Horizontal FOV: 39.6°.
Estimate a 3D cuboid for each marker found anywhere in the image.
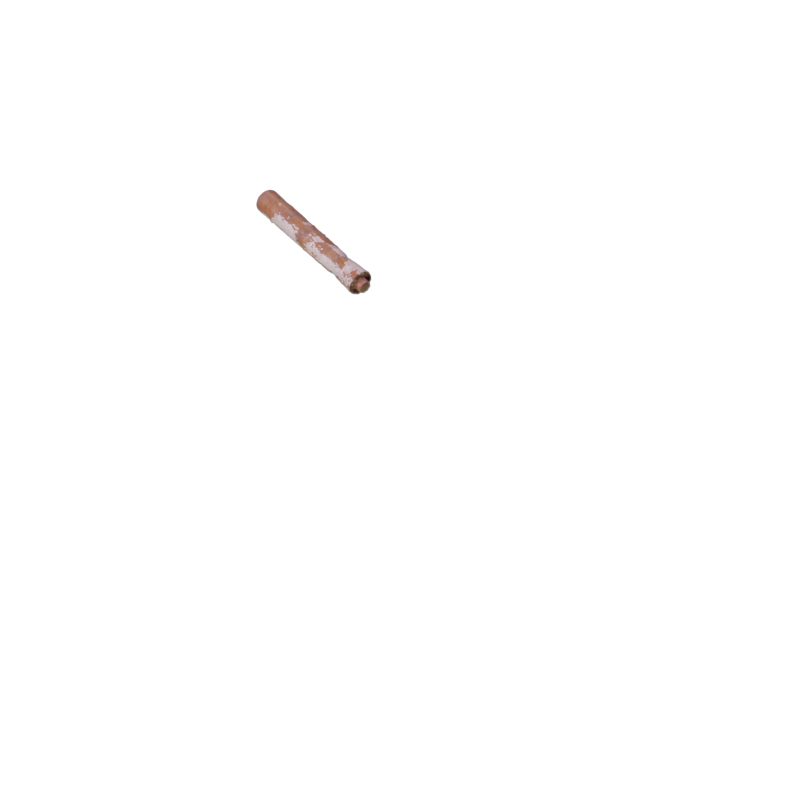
[{"bbox_3d":[-0.061,-0.112,0.784,0.019,0.019,0.130,-3,36,-43],"label":"marker"}]
